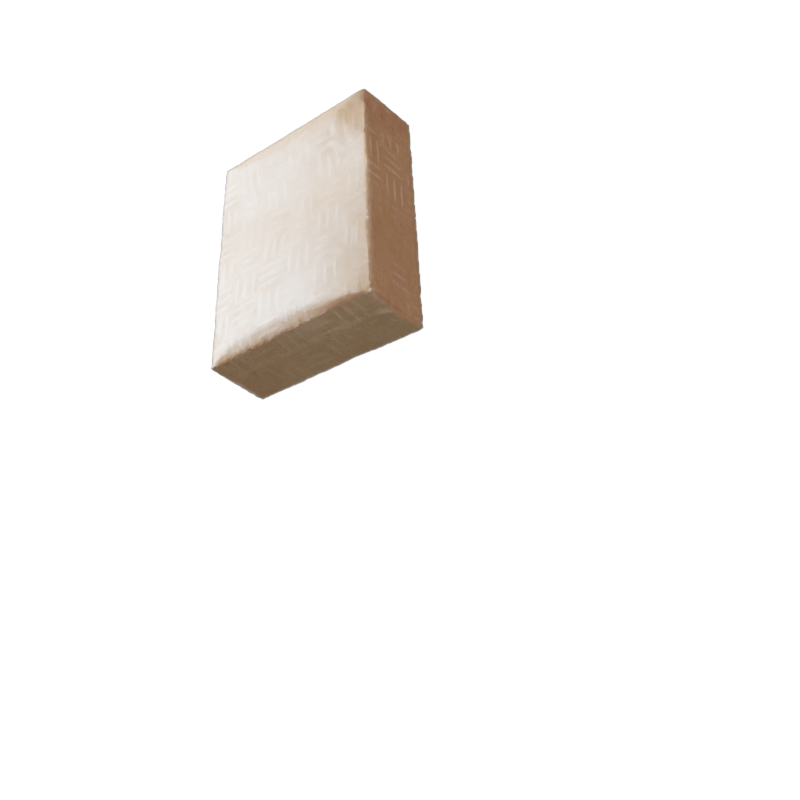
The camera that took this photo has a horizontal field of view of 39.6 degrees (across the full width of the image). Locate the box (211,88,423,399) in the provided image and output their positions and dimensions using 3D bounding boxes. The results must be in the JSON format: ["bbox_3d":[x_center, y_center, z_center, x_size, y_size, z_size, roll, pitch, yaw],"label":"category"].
[{"bbox_3d":[-0.071,-0.130,0.907,0.165,0.229,0.067,-25,-41,29],"label":"box"}]
